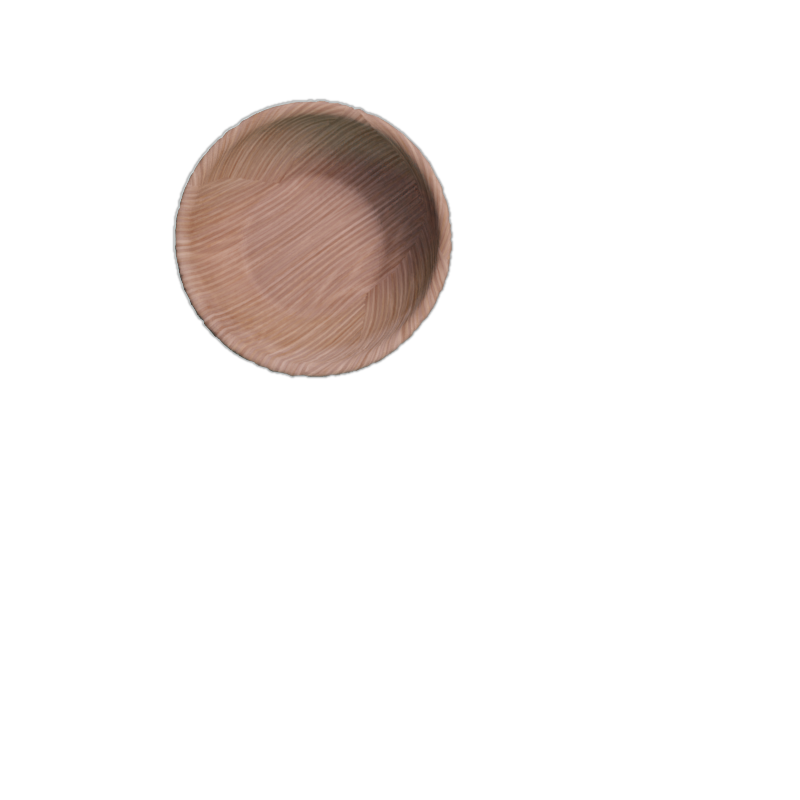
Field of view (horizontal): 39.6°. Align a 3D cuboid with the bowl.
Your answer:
[{"bbox_3d":[-0.052,-0.095,0.667,0.162,0.164,0.054,0,-5,0],"label":"bowl"}]
